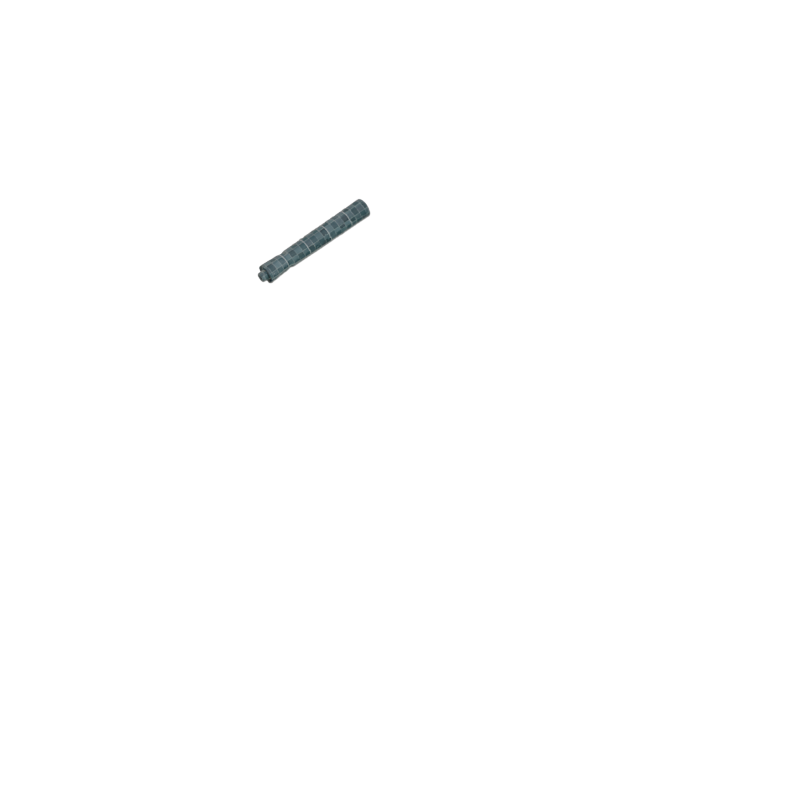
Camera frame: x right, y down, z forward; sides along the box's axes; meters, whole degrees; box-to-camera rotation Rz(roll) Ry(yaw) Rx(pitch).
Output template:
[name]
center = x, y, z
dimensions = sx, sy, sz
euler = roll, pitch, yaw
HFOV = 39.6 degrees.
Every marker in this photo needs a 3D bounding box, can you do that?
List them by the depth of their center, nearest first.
[marker]
center = -0.078, -0.142, 0.995
dimensions = 0.122, 0.019, 0.020
euler = -38, 20, -21
